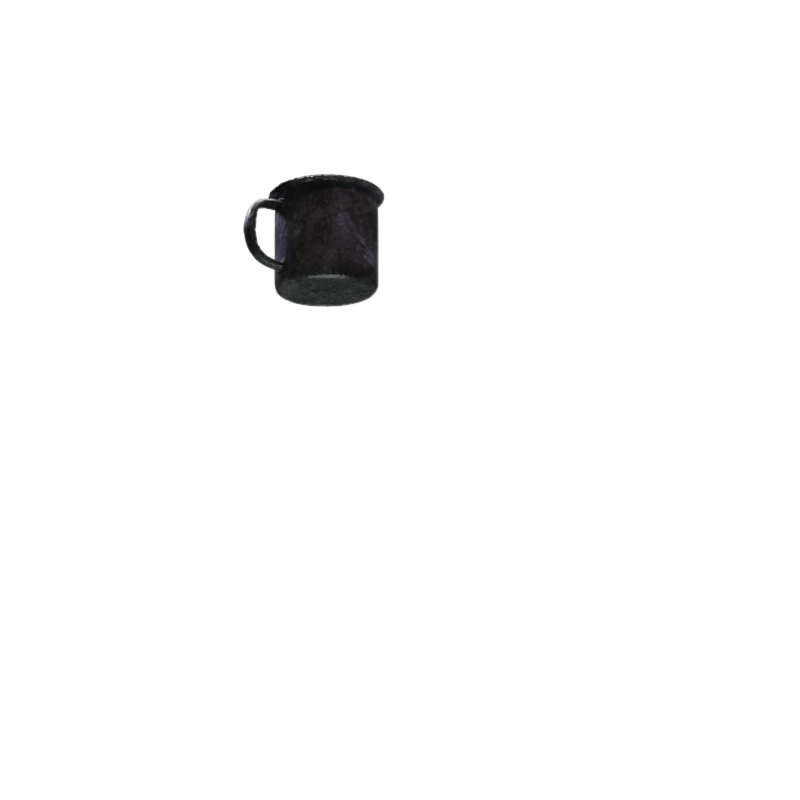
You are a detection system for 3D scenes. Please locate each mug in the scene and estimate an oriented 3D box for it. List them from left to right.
[{"bbox_3d":[-0.068,-0.124,0.868,0.112,0.085,0.093,9,-19,-31],"label":"mug"}]
